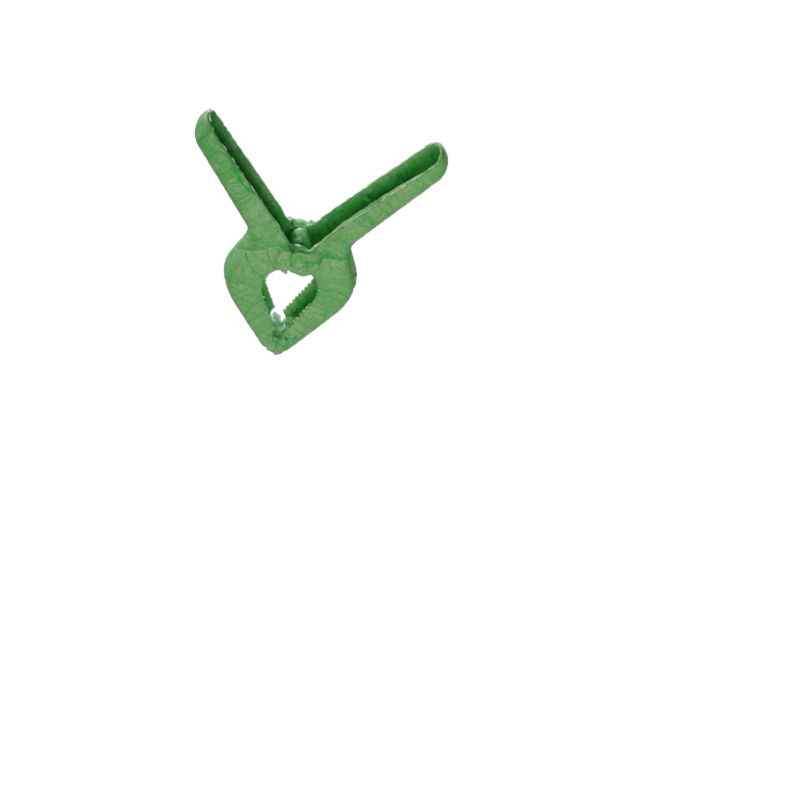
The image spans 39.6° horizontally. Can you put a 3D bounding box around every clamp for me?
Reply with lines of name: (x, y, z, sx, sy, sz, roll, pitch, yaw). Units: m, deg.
clamp: (-0.060, -0.110, 0.770, 0.163, 0.039, 0.197, 4, -43, -5)
